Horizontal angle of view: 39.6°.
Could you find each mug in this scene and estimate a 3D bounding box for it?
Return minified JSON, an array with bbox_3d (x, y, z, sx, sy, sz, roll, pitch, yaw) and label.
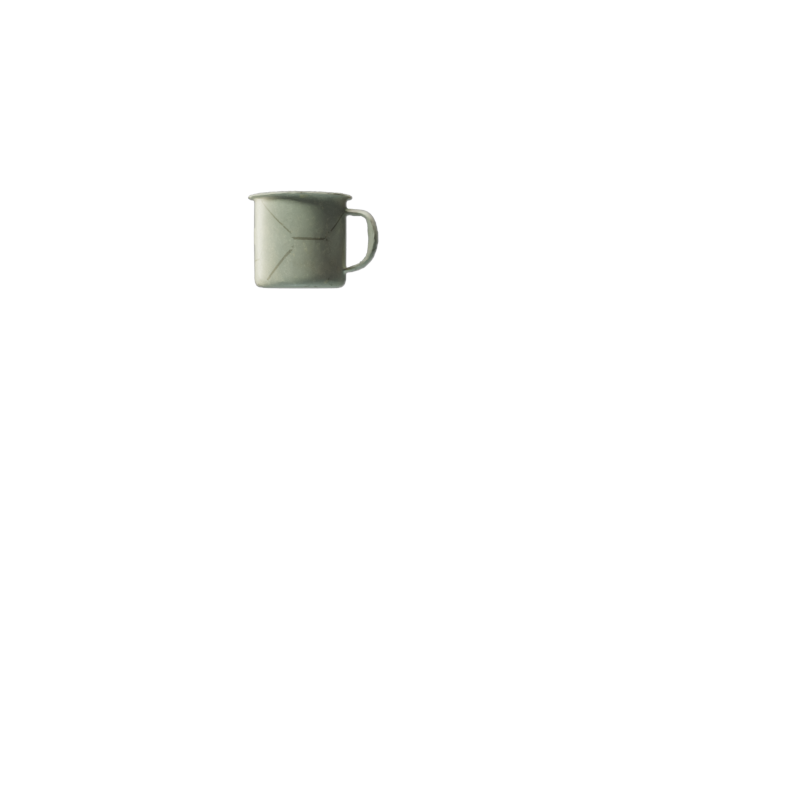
[{"bbox_3d":[-0.077,-0.140,0.977,0.119,0.082,0.091,0,1,12],"label":"mug"}]
